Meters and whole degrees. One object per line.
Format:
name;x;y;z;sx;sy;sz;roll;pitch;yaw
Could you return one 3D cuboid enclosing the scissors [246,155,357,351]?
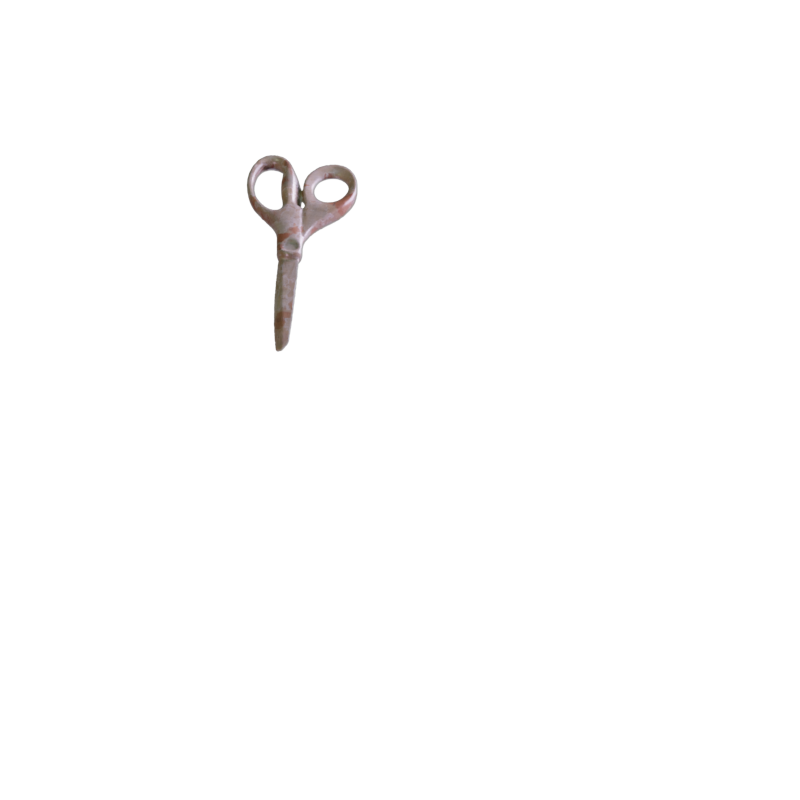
scissors;-0.065;-0.119;0.832;0.095;0.218;0.015;-11;-41;-10
